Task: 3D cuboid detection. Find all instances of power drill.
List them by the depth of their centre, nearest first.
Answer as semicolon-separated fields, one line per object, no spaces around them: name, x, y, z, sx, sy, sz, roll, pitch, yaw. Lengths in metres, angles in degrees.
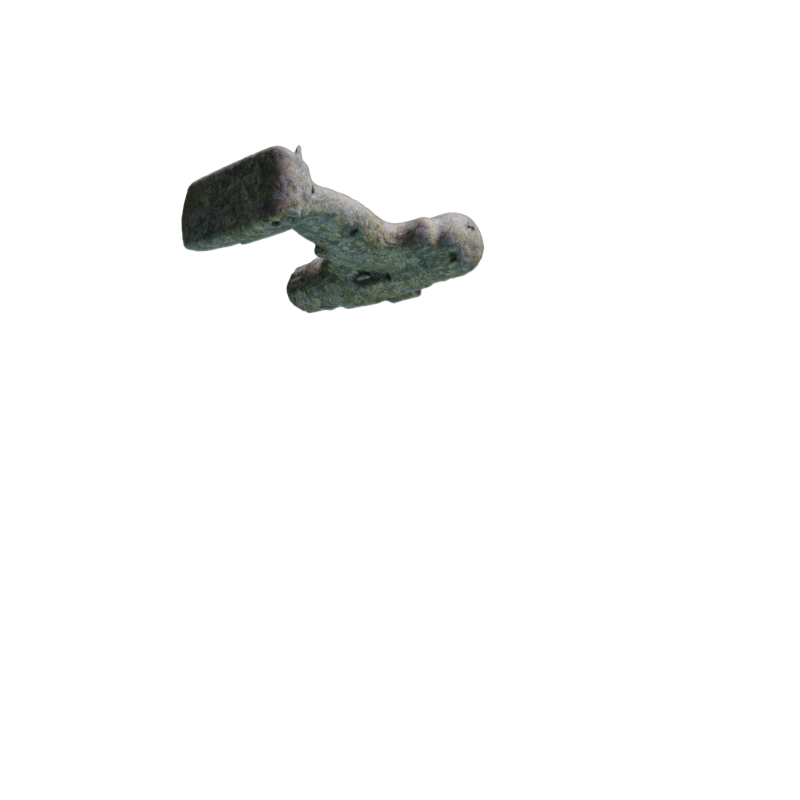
power drill;-0.063;-0.114;0.799;0.187;0.060;0.177;-14;-20;42
